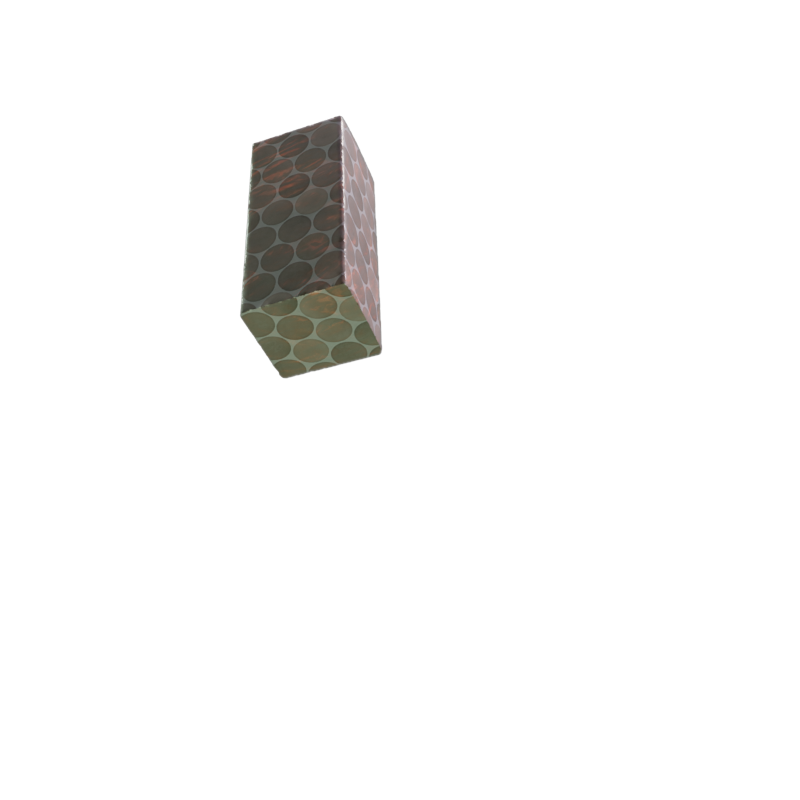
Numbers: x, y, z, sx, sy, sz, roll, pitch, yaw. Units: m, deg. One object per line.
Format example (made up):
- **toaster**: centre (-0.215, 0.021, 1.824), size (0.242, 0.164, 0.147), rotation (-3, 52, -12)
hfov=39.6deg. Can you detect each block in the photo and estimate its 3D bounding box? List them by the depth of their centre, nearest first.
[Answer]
- **block**: centre (-0.073, -0.134, 0.941), size (0.091, 0.221, 0.083), rotation (-16, -43, 13)
